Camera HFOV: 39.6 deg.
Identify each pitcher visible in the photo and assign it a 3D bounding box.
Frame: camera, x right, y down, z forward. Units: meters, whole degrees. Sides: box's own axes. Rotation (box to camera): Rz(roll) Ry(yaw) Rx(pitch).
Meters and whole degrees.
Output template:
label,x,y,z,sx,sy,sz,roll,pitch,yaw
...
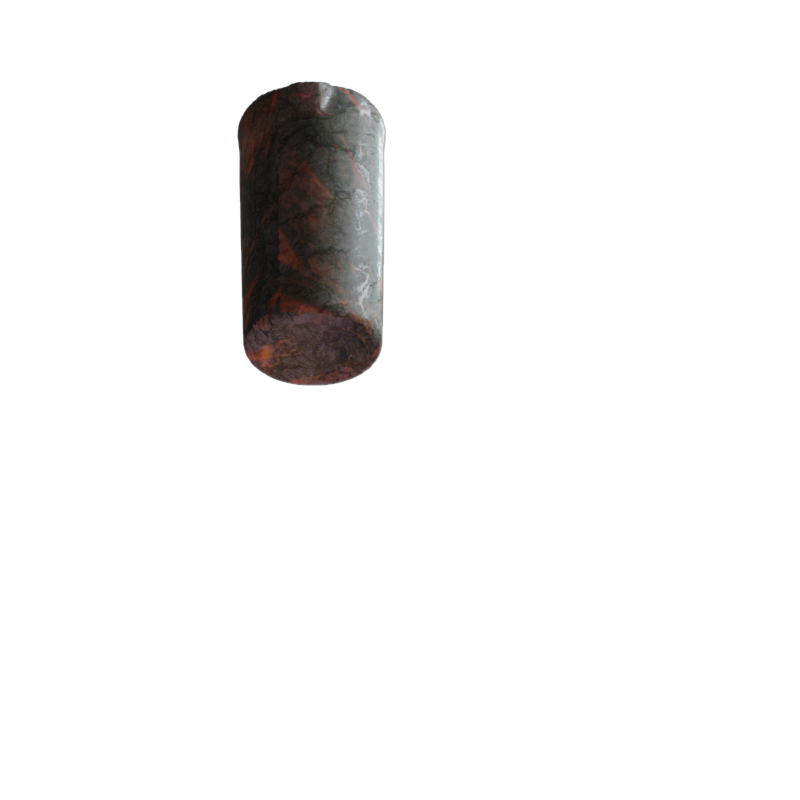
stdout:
label,x,y,z,sx,sy,sz,roll,pitch,yaw
pitcher,-0.073,-0.133,0.933,0.145,0.260,0.139,-30,-43,33
